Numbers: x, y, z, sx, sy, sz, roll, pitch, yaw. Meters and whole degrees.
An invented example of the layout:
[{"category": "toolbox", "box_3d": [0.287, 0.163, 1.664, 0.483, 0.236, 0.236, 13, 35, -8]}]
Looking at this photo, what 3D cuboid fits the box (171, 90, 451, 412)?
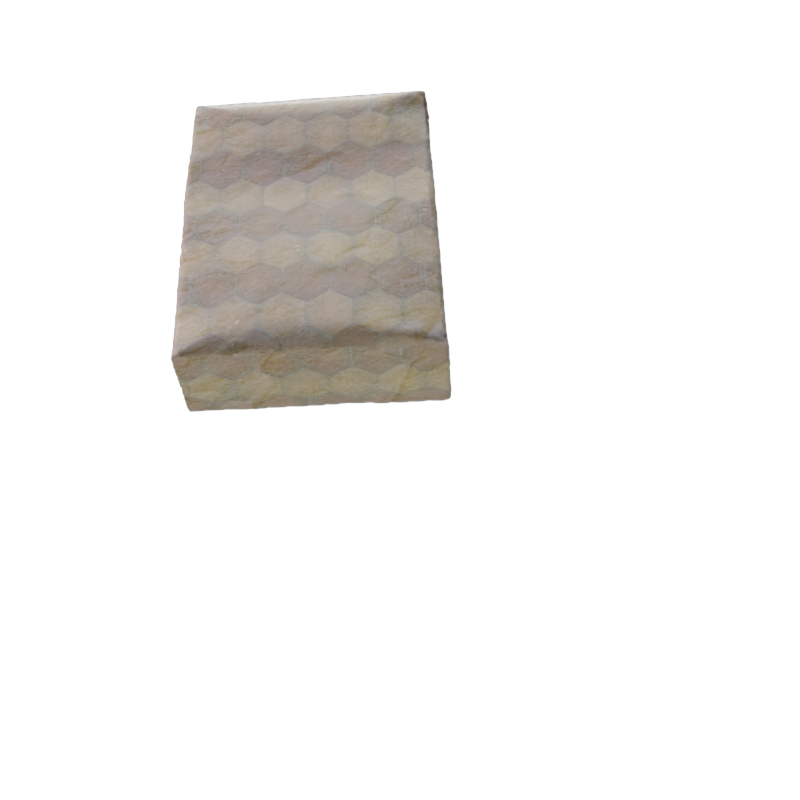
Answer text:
[{"category": "box", "box_3d": [-0.056, -0.103, 0.721, 0.165, 0.229, 0.067, -4, -36, 2]}]
